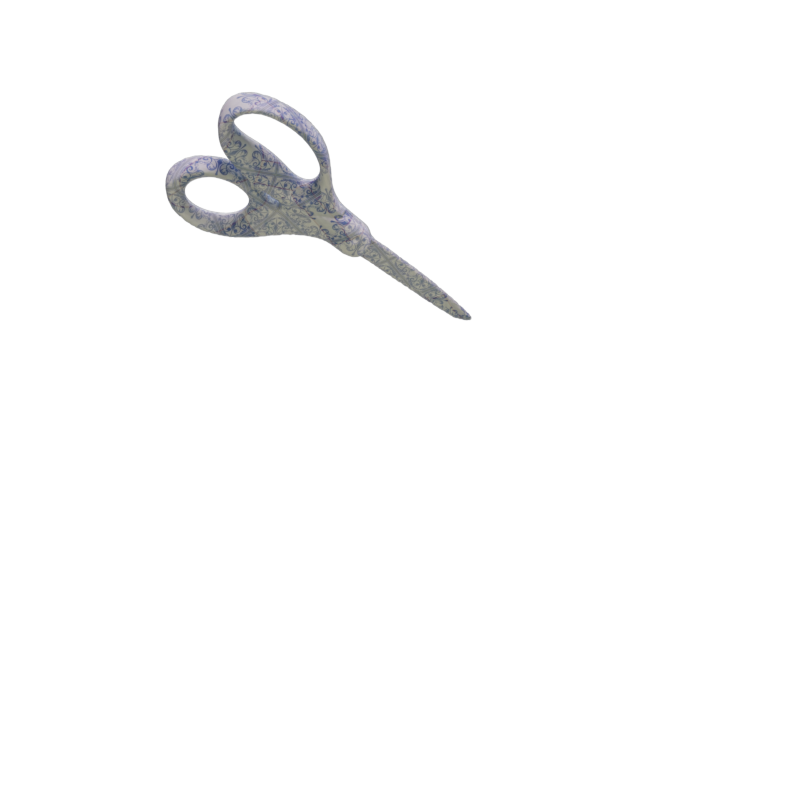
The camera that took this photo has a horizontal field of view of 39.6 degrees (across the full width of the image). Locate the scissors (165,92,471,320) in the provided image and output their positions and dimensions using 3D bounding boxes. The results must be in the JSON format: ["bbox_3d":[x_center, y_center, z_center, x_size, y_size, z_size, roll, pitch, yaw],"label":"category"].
[{"bbox_3d":[-0.047,-0.085,0.596,0.097,0.017,0.186,-20,-44,22],"label":"scissors"}]
